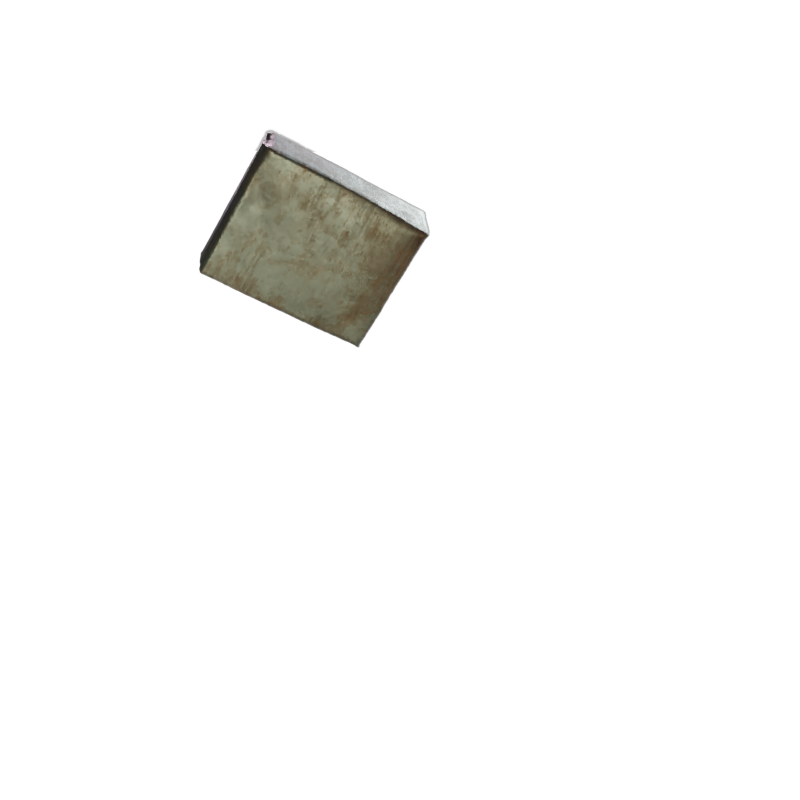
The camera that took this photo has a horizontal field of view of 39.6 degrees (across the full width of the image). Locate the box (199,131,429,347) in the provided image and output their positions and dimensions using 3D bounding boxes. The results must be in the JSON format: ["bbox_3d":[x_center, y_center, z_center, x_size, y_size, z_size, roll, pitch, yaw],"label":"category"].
[{"bbox_3d":[-0.052,-0.095,0.667,0.111,0.088,0.041,27,21,-12],"label":"box"}]
